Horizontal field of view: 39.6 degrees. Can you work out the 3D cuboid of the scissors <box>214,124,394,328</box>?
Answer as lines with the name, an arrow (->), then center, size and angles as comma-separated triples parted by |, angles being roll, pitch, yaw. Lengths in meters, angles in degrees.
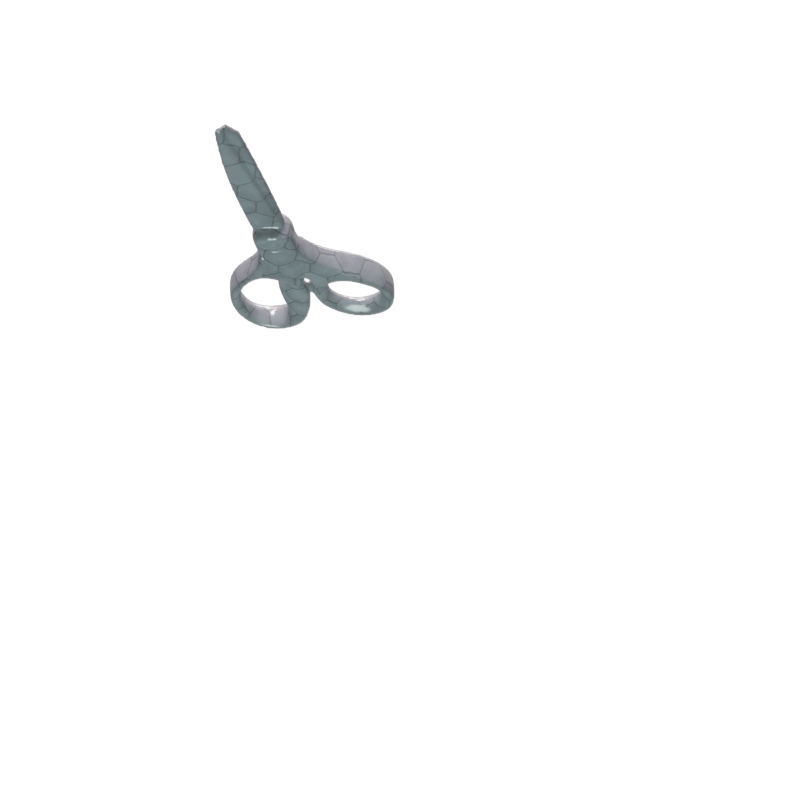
scissors -> -0.042, -0.076, 0.533 | 0.095, 0.017, 0.194 | 3, -19, -8
